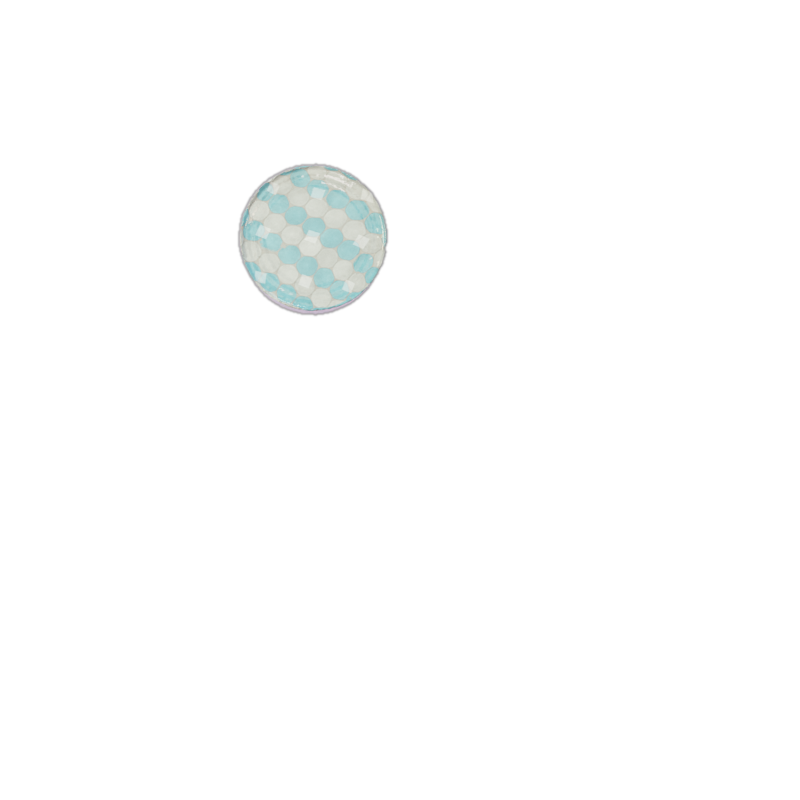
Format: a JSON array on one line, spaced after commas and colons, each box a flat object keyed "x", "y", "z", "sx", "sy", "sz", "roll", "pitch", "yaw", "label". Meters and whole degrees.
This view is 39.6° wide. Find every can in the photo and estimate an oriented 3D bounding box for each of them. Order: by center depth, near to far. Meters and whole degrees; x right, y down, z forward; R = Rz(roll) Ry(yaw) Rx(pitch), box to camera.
[{"x": -0.051, "y": -0.094, "z": 0.656, "sx": 0.086, "sy": 0.088, "sz": 0.033, "roll": 0, "pitch": -9, "yaw": -1, "label": "can"}]
